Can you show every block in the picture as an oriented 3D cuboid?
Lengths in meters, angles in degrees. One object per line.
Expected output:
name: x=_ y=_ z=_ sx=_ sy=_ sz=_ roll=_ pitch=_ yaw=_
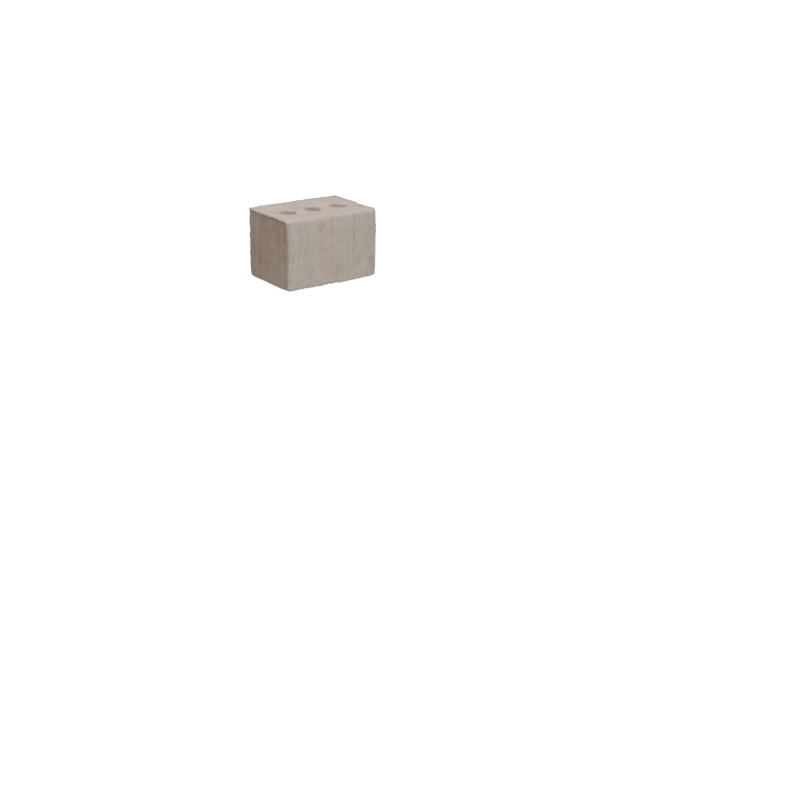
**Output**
block: x=-0.063 y=-0.114 z=0.799 sx=0.076 sy=0.049 sz=0.056 roll=-14 pitch=24 yaw=-34
